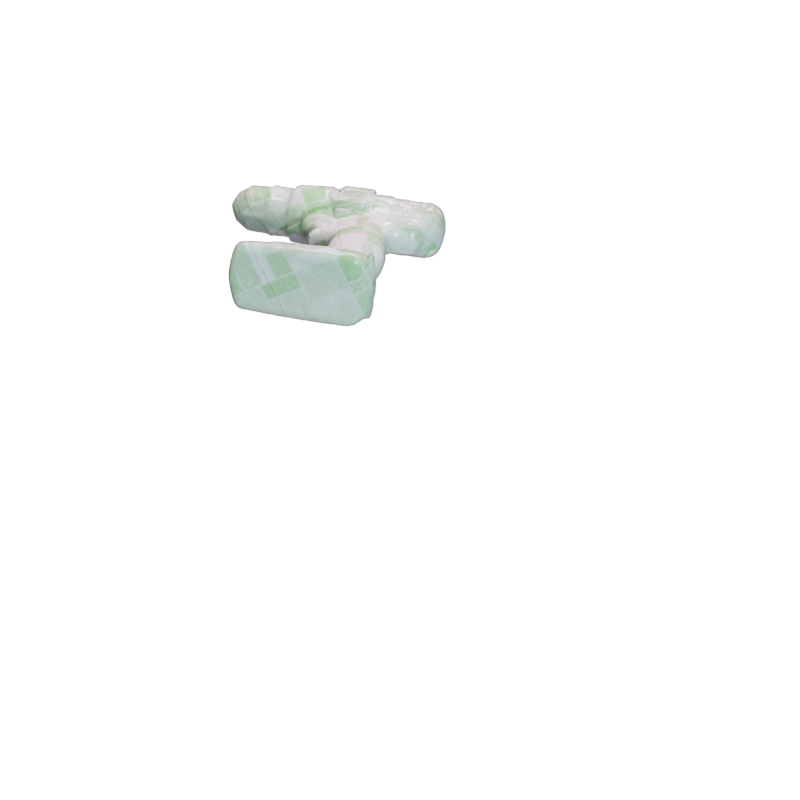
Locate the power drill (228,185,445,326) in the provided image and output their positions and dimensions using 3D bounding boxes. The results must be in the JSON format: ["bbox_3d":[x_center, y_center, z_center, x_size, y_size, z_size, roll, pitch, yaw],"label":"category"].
[{"bbox_3d":[-0.069,-0.125,0.876,0.189,0.054,0.193,7,27,13],"label":"power drill"}]
